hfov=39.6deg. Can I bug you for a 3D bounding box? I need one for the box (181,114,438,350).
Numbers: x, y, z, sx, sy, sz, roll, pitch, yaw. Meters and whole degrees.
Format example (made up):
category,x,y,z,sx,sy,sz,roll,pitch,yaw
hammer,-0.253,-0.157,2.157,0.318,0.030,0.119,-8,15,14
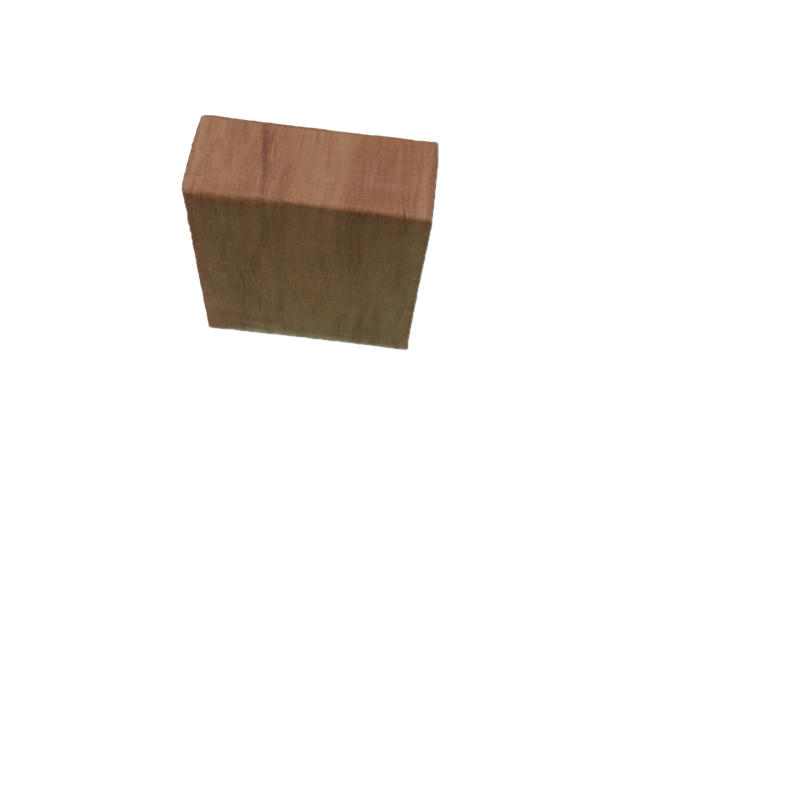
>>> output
category,x,y,z,sx,sy,sz,roll,pitch,yaw
box,-0.063,-0.116,0.811,0.165,0.076,0.202,8,-23,1
